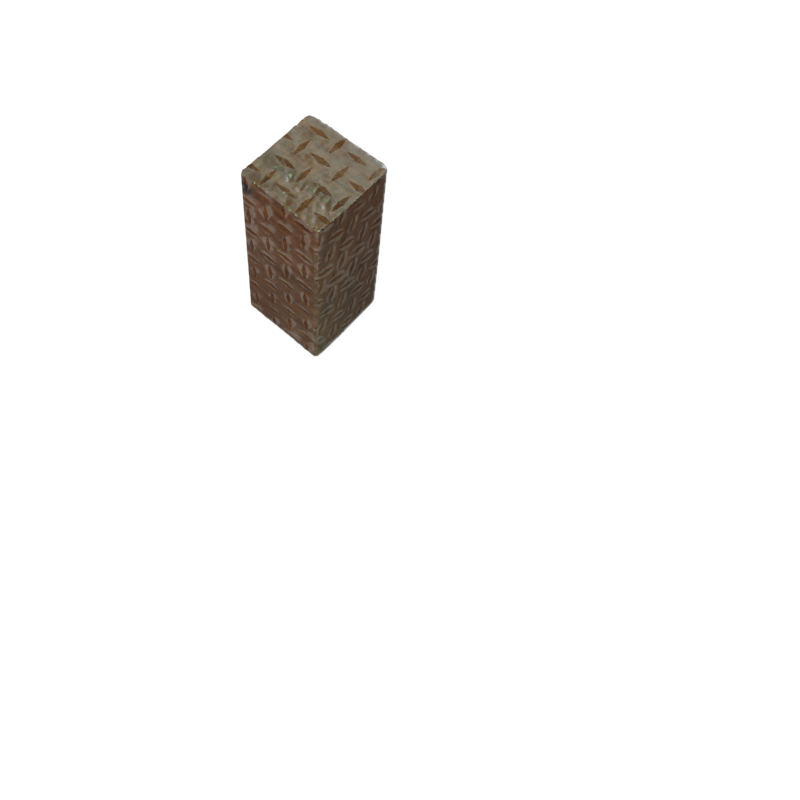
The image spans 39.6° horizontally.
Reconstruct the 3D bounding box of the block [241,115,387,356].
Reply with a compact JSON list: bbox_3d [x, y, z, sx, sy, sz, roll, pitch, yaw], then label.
[{"bbox_3d":[-0.077,-0.142,0.992,0.095,0.092,0.194,38,-25,17],"label":"block"}]
